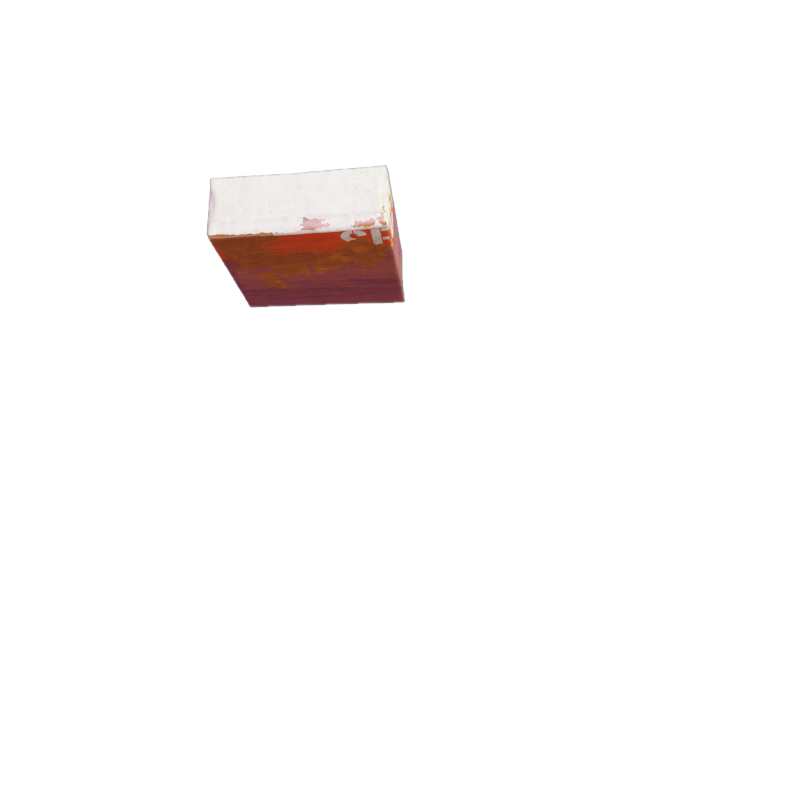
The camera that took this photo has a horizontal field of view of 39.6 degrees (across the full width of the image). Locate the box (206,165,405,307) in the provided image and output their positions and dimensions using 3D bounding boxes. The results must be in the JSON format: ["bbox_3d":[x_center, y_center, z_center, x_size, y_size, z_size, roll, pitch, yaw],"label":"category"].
[{"bbox_3d":[-0.037,-0.068,0.478,0.074,0.032,0.085,-2,-17,6],"label":"box"}]
